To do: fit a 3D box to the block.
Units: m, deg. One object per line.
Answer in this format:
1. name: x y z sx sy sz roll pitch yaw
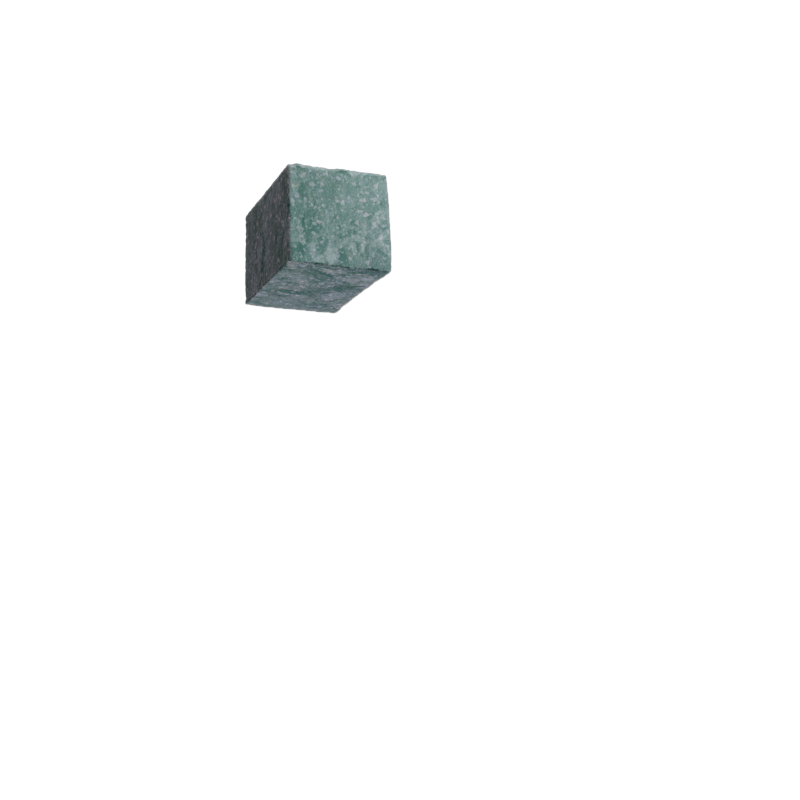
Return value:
1. block: -0.044 -0.079 0.556 0.051 0.053 0.077 6 -15 -22
